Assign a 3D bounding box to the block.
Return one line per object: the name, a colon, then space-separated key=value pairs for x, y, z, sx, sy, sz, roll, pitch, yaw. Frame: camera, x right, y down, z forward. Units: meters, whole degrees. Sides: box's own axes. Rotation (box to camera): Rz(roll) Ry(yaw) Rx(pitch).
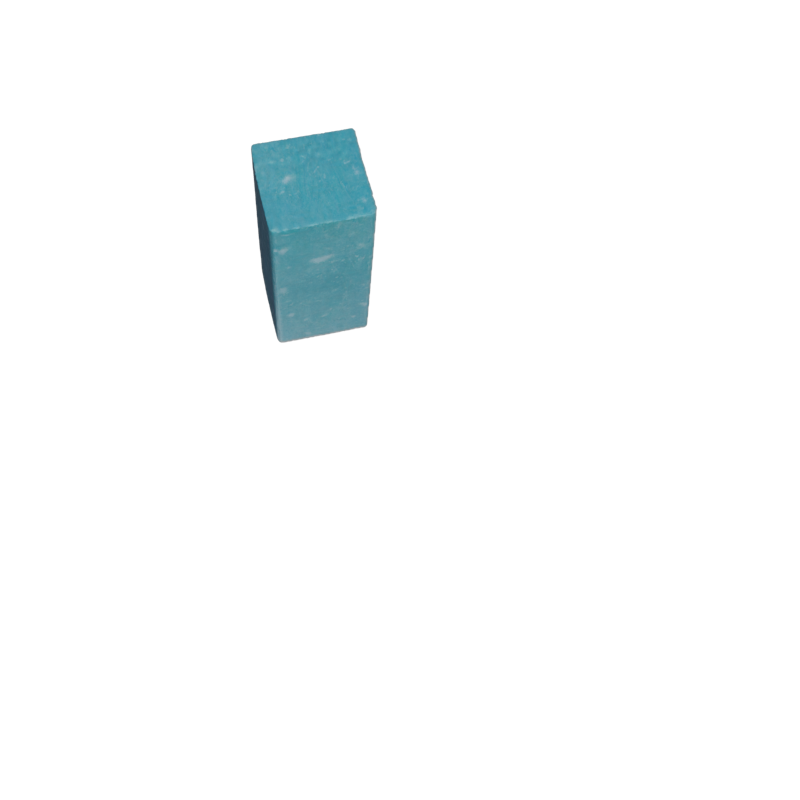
block: x=-0.077 y=-0.140 z=0.988 sx=0.090 sy=0.096 sz=0.195 roll=-10 pitch=-24 yaw=-8
